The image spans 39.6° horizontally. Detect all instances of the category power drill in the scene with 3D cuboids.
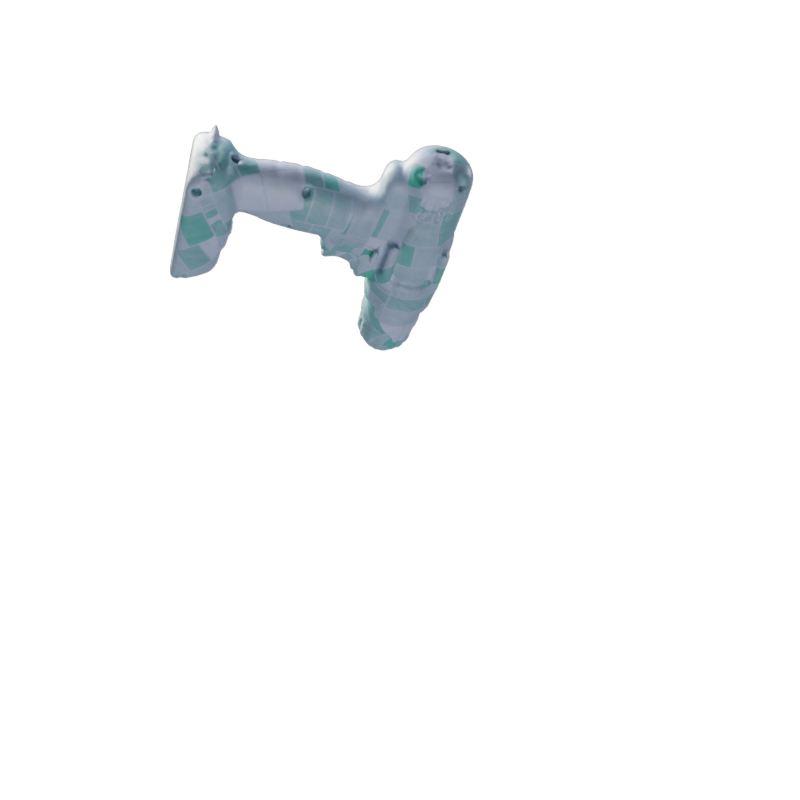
[{"bbox_3d":[-0.059,-0.108,0.758,0.185,0.062,0.174,8,-43,-10],"label":"power drill"}]
